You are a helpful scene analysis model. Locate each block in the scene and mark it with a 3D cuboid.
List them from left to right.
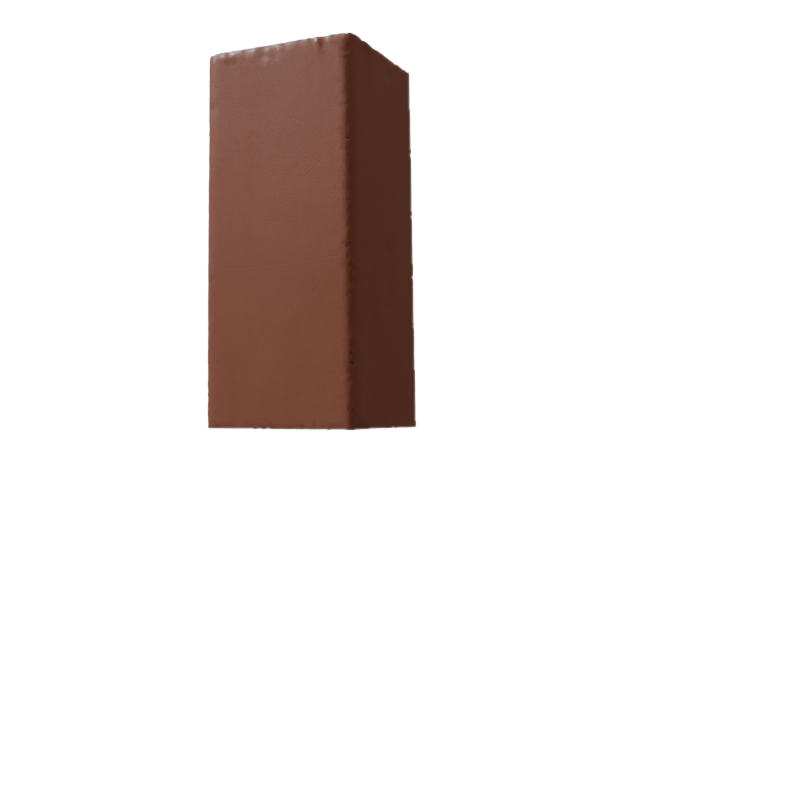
[{"bbox_3d":[-0.049,-0.089,0.623,0.093,0.210,0.086,-4,-8,24],"label":"block"}]
